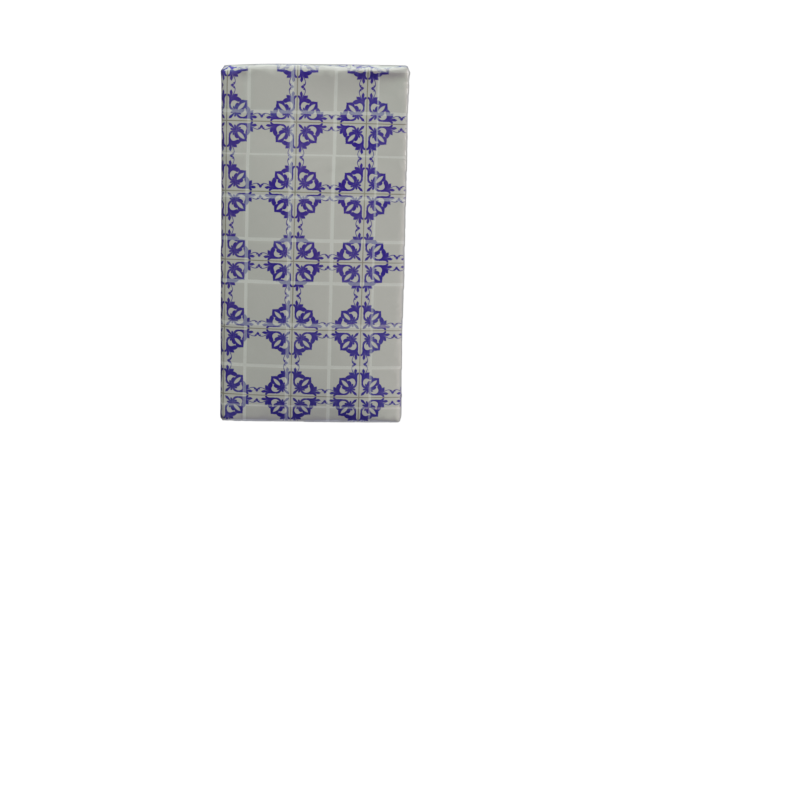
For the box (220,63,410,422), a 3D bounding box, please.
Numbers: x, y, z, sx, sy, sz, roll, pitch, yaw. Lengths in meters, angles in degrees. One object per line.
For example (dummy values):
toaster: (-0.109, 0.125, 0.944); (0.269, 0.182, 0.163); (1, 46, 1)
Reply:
box: (-0.044, -0.079, 0.556); (0.093, 0.172, 0.049); (0, 11, -1)
